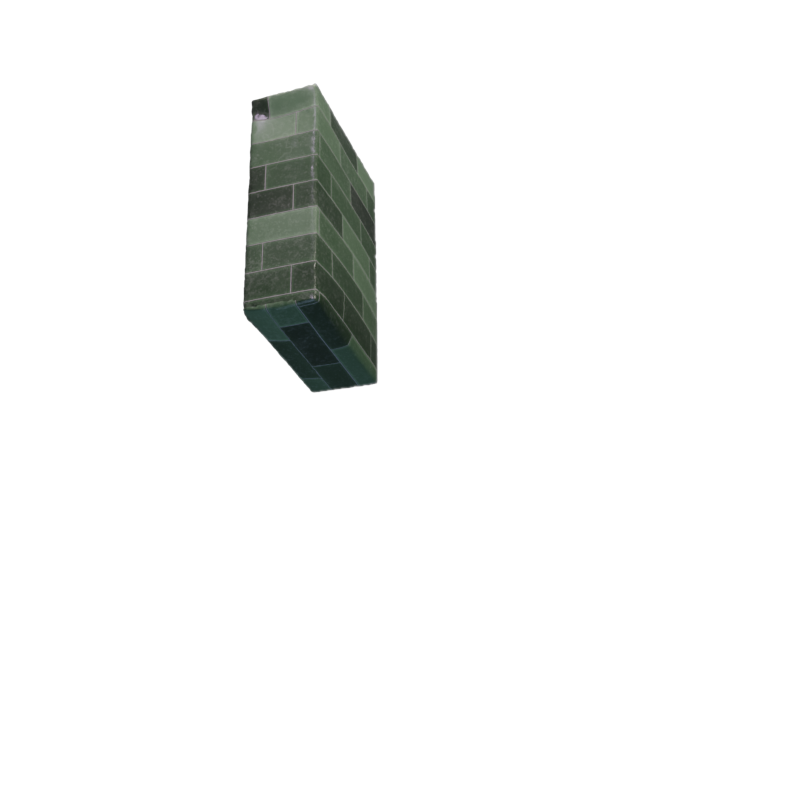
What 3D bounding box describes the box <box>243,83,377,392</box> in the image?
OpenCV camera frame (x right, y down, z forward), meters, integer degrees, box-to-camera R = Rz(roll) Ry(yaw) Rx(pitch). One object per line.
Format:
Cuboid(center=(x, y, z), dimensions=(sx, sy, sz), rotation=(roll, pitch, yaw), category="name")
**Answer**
Cuboid(center=(-0.075, -0.137, 0.963), dimensions=(0.073, 0.227, 0.152), rotation=(-11, -29, 15), category="box")
